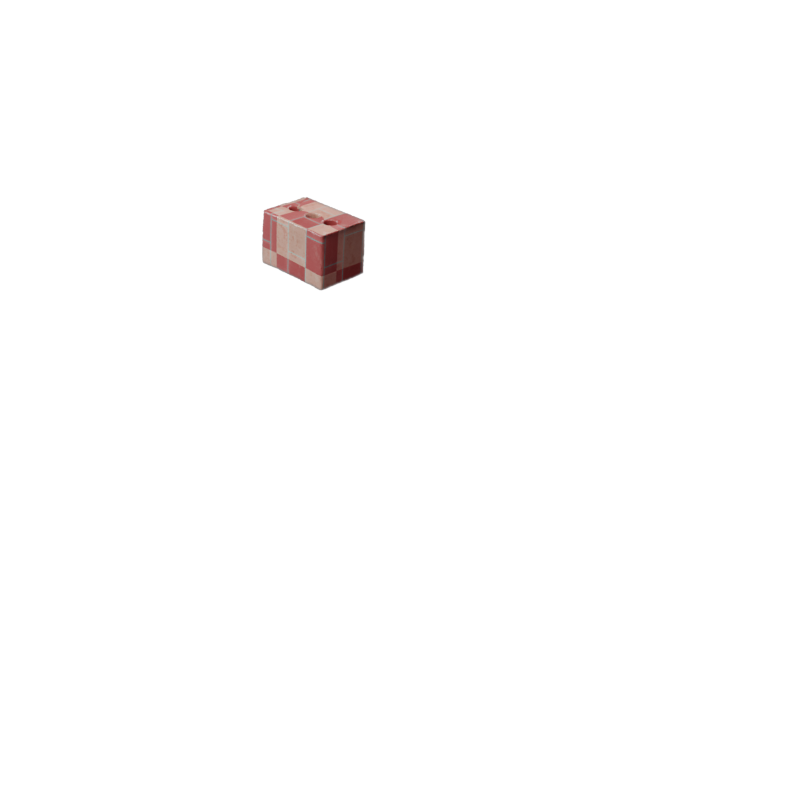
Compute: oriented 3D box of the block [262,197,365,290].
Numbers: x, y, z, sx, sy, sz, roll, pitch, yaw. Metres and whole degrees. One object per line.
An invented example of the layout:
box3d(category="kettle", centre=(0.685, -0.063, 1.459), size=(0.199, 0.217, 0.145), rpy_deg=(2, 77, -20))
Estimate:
box3d(category="block", centre=(-0.075, -0.136, 0.955), size=(0.052, 0.048, 0.083), rpy_deg=(-24, 37, -39))
